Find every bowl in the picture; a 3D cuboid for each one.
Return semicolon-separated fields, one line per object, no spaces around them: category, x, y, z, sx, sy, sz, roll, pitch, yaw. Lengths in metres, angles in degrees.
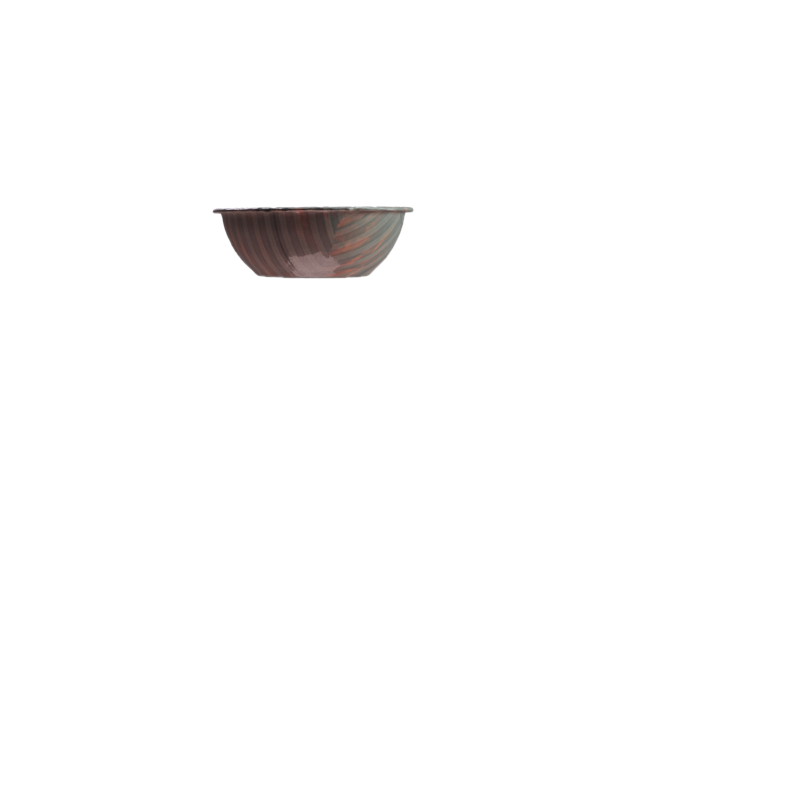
bowl;-0.070;-0.127;0.891;0.162;0.054;0.164;0;8;-2
